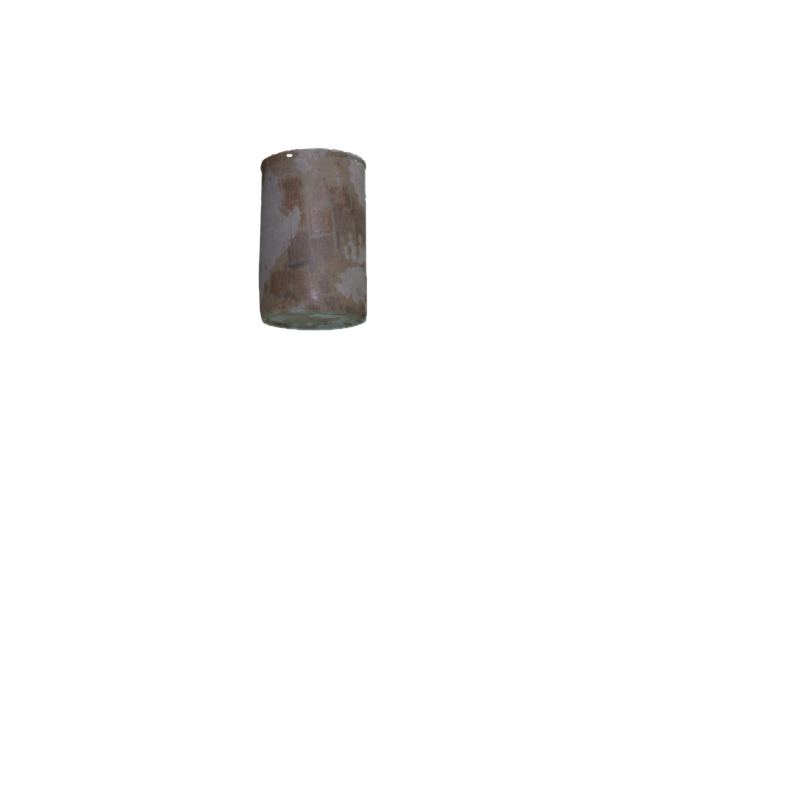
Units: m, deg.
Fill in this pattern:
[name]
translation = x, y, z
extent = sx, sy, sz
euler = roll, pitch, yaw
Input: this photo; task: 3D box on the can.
[can]
translation = -0.055, -0.099, 0.697
extent = 0.068, 0.106, 0.066
euler = 0, -12, -2
